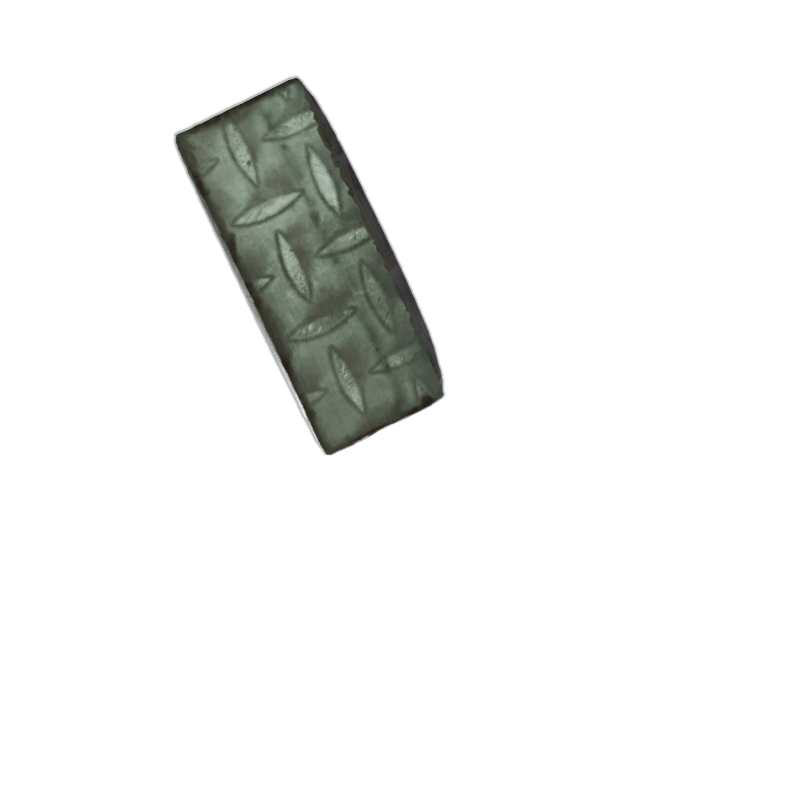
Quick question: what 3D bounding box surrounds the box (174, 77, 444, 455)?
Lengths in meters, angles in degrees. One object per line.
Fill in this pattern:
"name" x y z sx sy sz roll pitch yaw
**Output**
"box" -0.047 -0.085 0.599 0.072 0.160 0.219 -25 12 2
